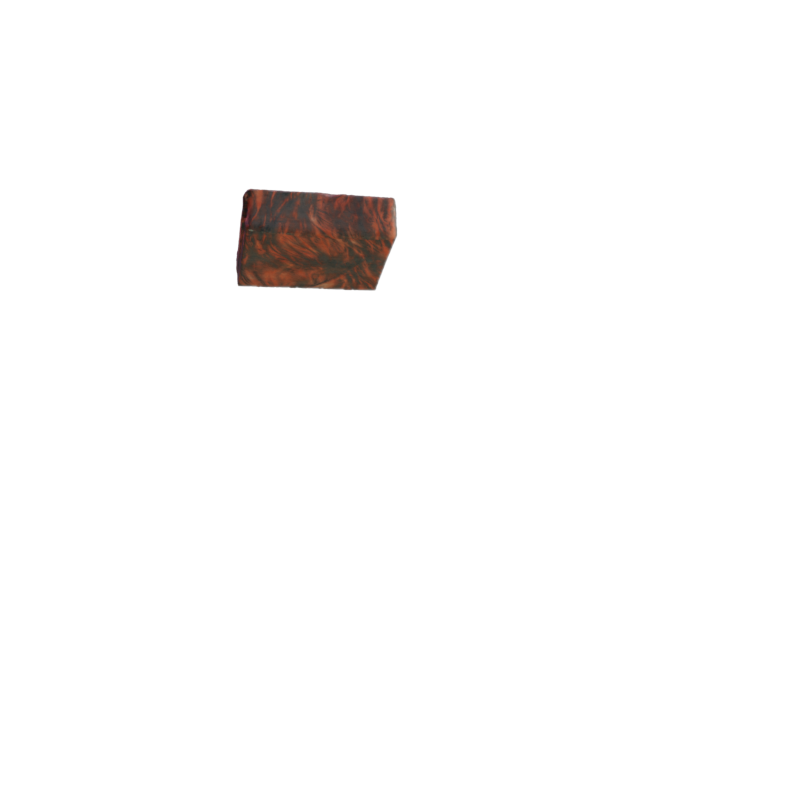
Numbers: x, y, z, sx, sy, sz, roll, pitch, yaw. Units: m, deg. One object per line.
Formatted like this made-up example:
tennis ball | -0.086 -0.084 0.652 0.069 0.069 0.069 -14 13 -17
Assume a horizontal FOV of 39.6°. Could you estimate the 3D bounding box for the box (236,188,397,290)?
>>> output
box | -0.052 -0.094 0.660 0.088 0.032 0.070 3 -22 -7
